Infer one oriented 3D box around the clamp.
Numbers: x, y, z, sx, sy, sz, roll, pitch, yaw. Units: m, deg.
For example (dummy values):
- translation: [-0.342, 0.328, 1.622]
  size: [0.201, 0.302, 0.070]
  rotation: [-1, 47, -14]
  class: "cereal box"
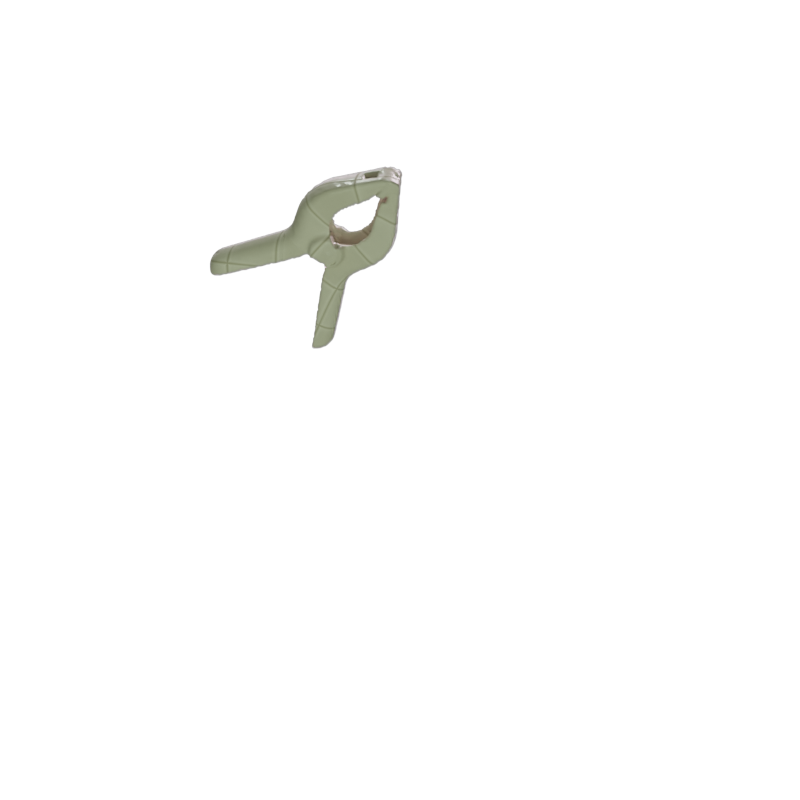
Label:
- translation: [-0.068, -0.124, 0.871]
  size: [0.116, 0.167, 0.042]
  rotation: [28, 30, -18]
  class: "clamp"
